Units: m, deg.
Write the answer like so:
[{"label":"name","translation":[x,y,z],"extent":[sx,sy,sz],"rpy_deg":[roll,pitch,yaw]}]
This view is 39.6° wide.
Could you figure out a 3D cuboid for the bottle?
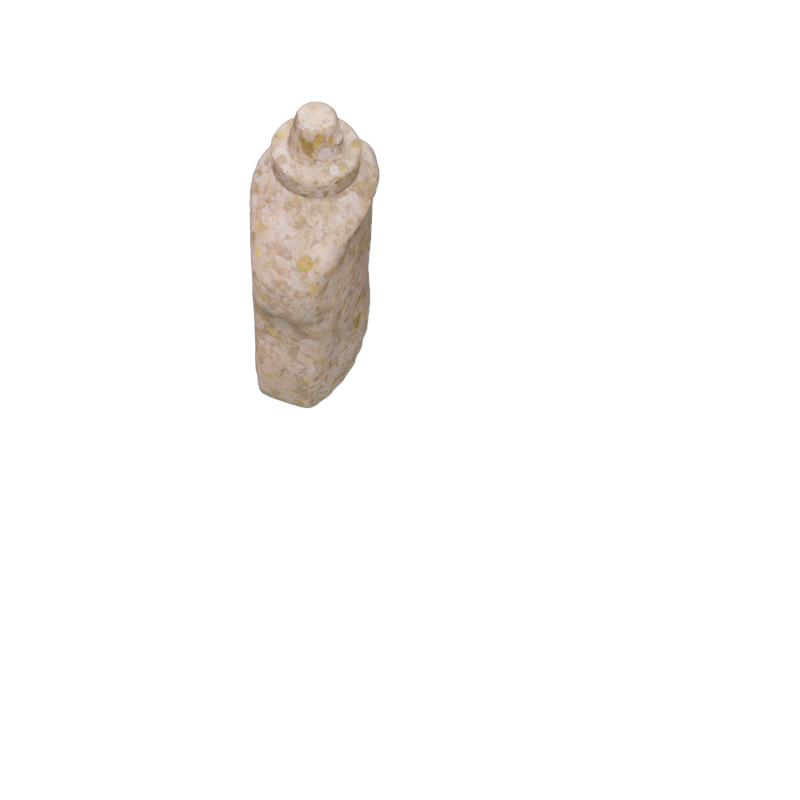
[{"label":"bottle","translation":[-0.043,-0.079,0.555],"extent":[0.059,0.100,0.180],"rpy_deg":[19,-29,6]}]
